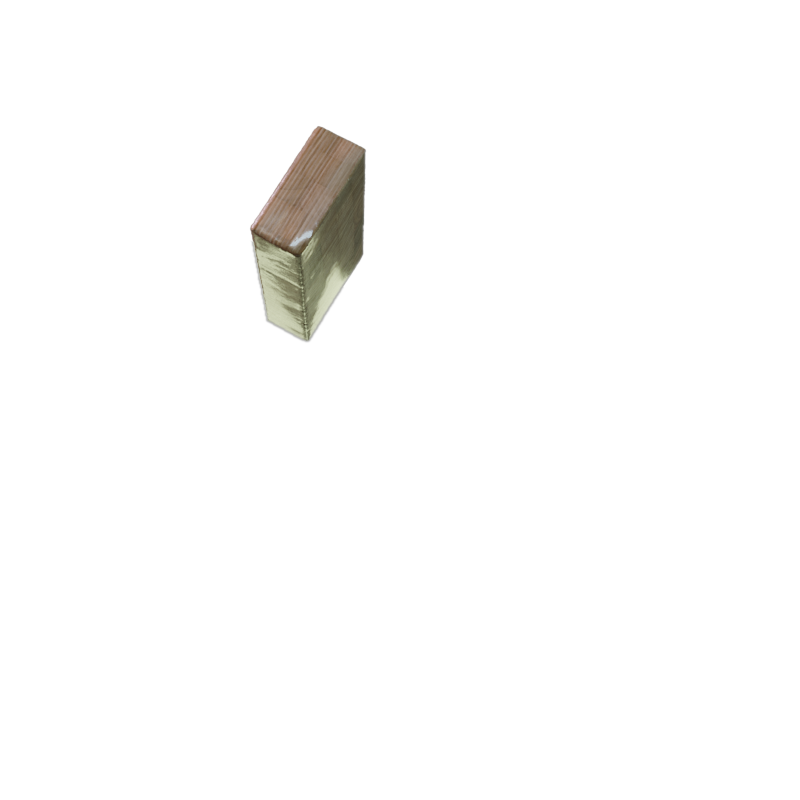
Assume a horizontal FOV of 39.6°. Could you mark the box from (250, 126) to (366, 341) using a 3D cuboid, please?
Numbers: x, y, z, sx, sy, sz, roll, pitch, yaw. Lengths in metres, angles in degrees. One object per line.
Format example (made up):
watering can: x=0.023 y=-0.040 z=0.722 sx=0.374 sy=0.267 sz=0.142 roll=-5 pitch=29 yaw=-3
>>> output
box: x=-0.064 y=-0.116 z=0.814 sx=0.049 sy=0.096 sz=0.169 roll=29 pitch=-16 yaw=4
